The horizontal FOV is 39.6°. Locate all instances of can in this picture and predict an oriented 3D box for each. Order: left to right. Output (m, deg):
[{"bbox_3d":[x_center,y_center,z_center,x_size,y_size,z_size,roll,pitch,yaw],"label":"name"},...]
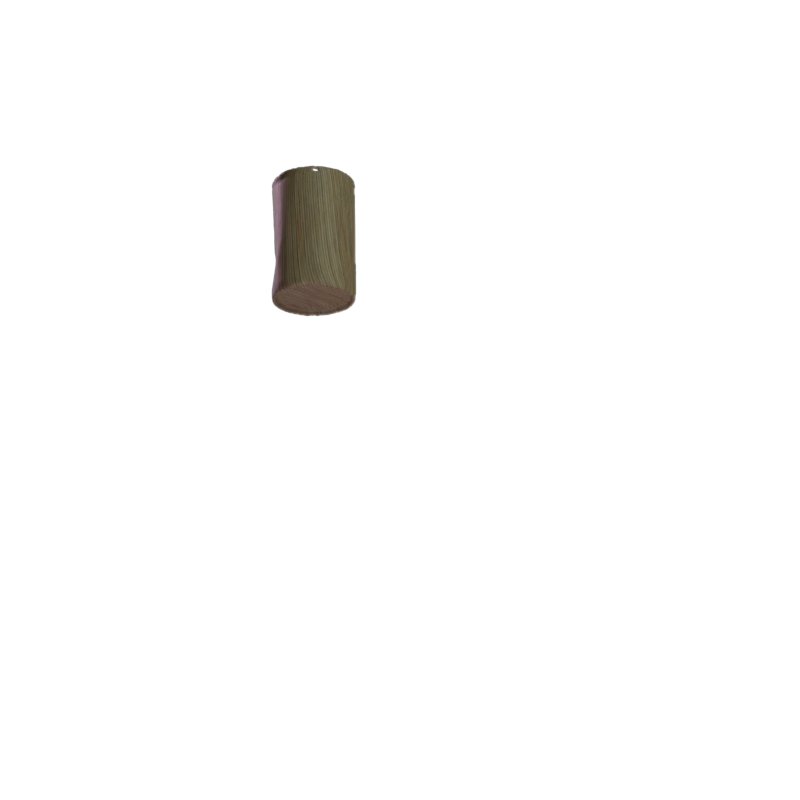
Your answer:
[{"bbox_3d":[-0.069,-0.126,0.882,0.068,0.108,0.065,0,-23,-2],"label":"can"}]
